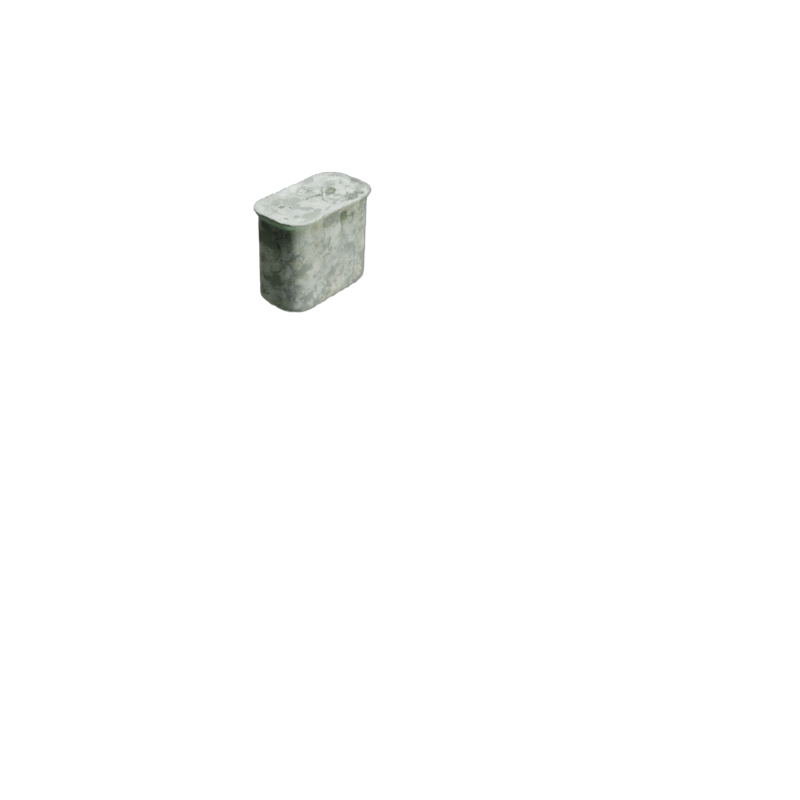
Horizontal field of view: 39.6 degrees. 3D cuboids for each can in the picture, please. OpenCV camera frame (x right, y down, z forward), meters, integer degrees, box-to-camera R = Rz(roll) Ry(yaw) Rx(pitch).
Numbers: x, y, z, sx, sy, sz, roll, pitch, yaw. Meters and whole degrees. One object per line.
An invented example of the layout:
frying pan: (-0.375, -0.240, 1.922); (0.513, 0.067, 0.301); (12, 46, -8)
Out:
can: (-0.072, -0.131, 0.917); (0.061, 0.079, 0.102); (24, 39, 32)
